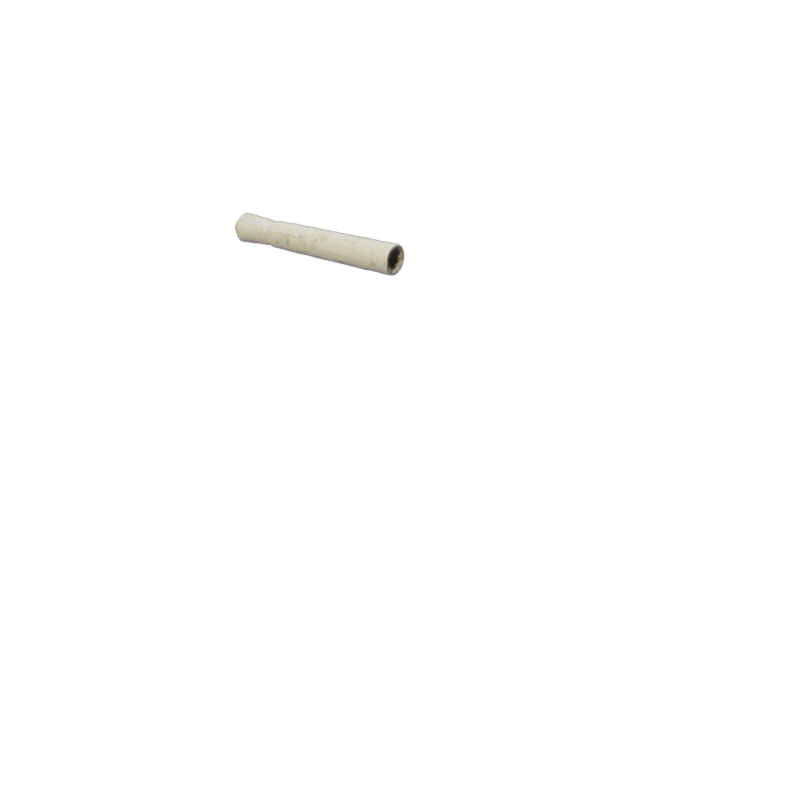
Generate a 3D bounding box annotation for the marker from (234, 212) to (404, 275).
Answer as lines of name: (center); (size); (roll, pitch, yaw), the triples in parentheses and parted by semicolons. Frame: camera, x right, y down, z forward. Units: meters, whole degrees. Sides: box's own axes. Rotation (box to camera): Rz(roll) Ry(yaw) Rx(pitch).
marker: (-0.052, -0.095, 0.667); (0.127, 0.019, 0.019); (17, 13, 35)
